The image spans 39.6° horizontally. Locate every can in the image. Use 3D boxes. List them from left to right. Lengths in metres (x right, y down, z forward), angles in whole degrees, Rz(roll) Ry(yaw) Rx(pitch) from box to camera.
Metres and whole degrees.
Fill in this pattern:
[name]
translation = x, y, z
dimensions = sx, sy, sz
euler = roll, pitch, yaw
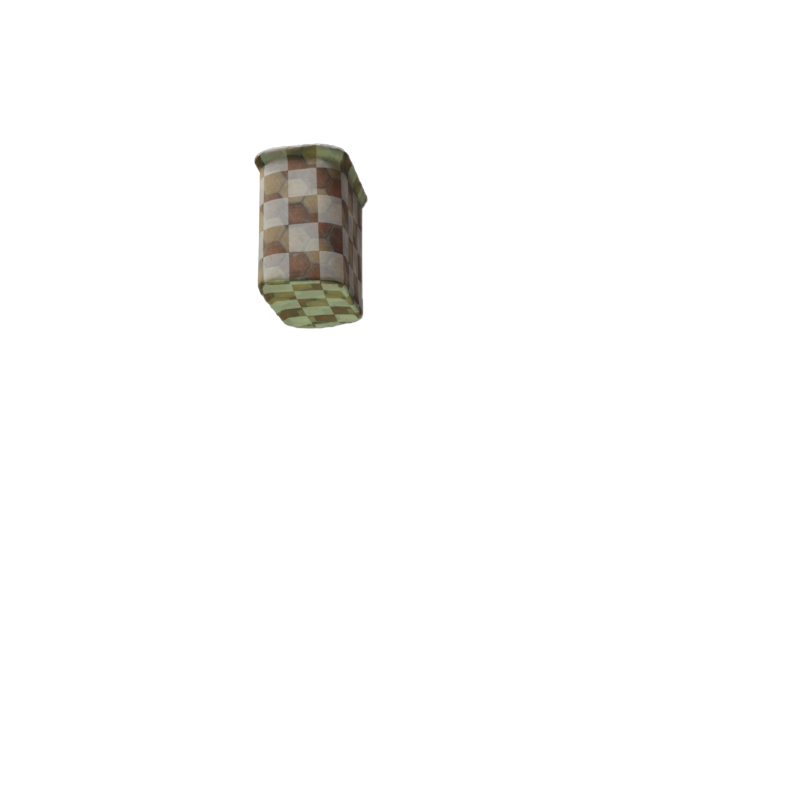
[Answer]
[can]
translation = -0.053, -0.096, 0.676
dimensions = 0.058, 0.087, 0.097
euler = -4, -16, 8
